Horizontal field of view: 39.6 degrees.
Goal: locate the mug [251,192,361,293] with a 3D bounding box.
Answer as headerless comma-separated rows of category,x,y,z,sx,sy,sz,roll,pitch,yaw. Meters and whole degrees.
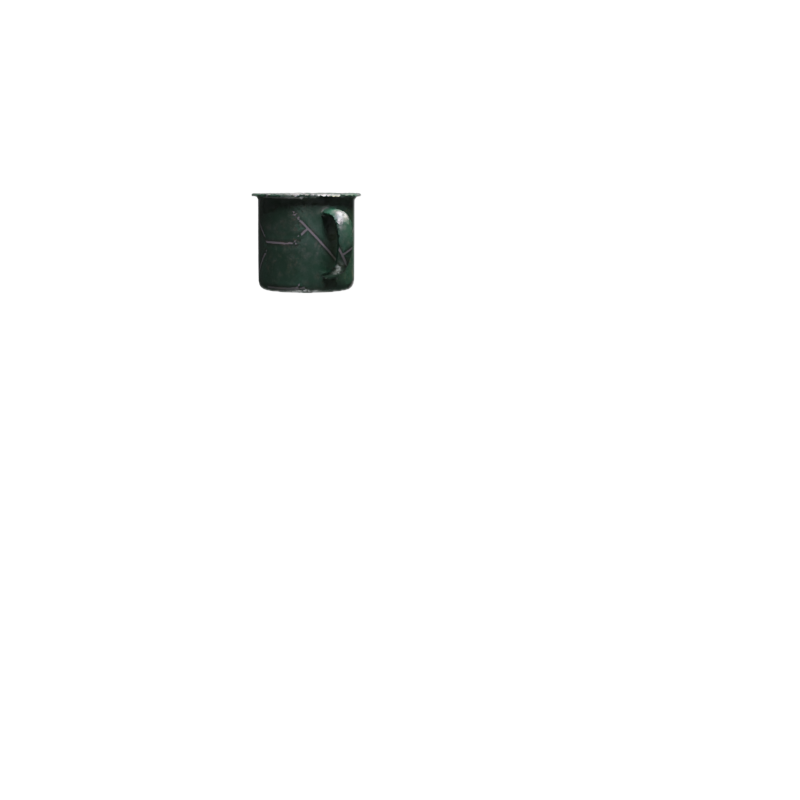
mug,-0.073,-0.133,0.930,0.090,0.080,0.123,-5,10,-33
